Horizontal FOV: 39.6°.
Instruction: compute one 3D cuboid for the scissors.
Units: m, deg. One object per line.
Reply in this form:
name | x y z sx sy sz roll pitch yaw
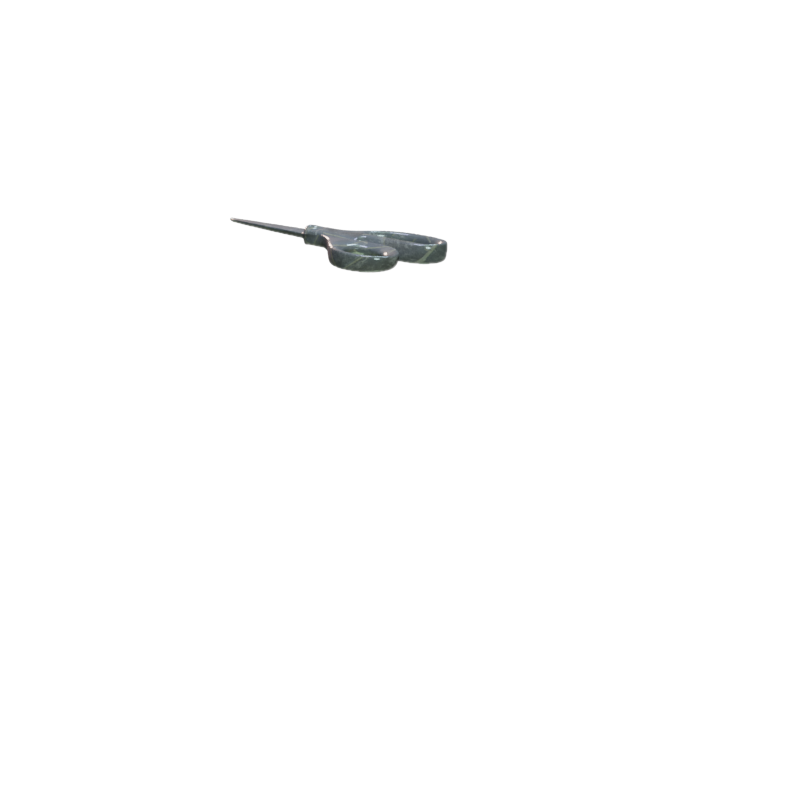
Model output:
scissors | -0.065 -0.119 0.836 0.209 0.015 0.096 10 21 25
